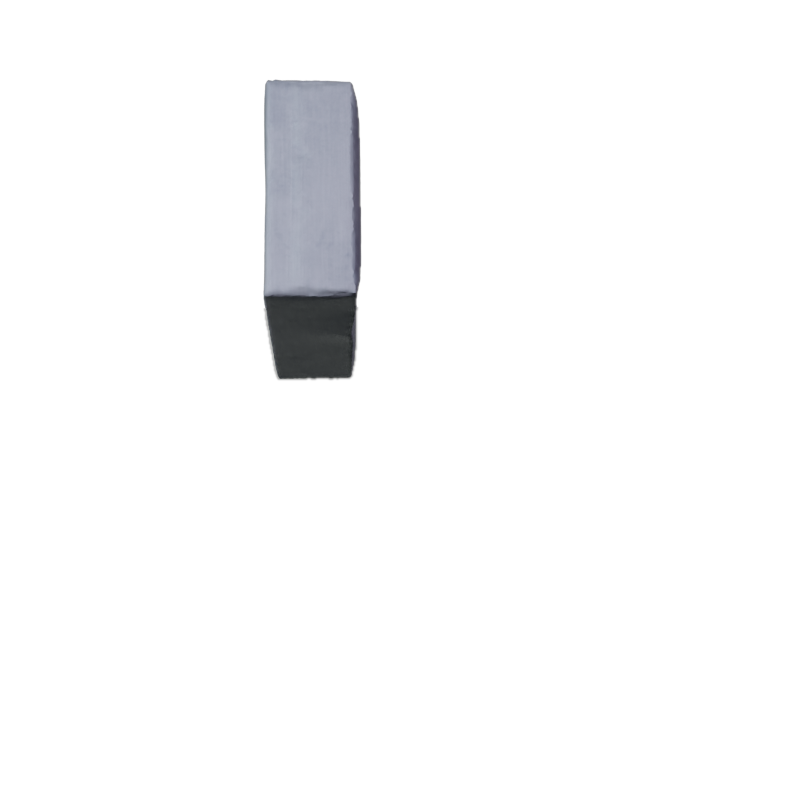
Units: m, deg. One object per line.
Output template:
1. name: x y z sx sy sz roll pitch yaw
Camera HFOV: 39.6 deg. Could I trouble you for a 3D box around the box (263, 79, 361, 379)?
1. box: -0.066 -0.121 0.849 0.072 0.172 0.205 -1 -17 -4
